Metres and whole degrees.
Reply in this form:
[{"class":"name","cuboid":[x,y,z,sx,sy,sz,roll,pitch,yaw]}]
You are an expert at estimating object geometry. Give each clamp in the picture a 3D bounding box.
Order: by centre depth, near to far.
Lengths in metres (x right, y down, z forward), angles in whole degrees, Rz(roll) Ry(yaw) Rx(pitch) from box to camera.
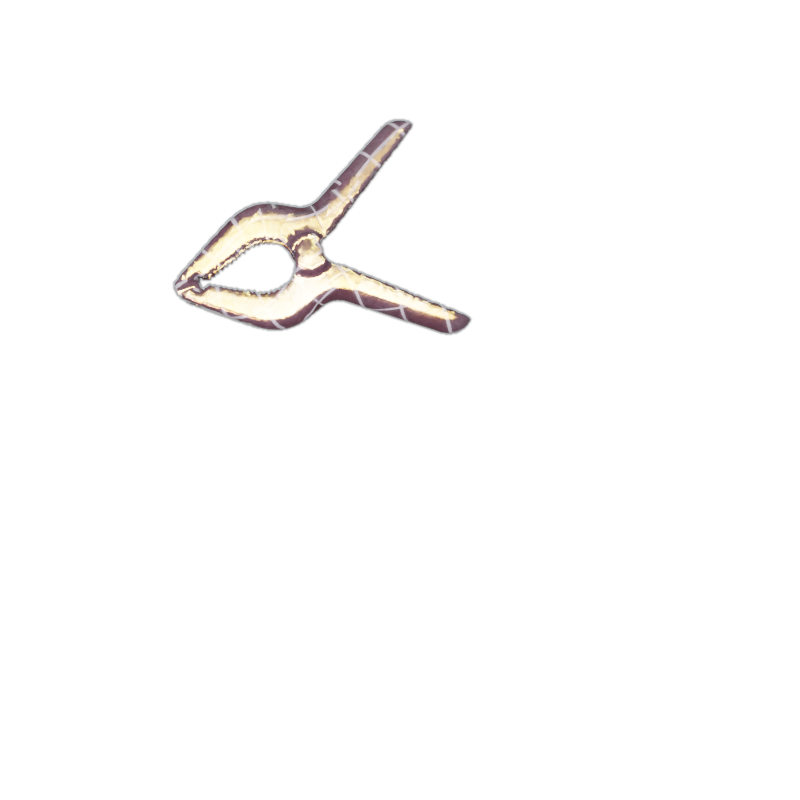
[{"class":"clamp","cuboid":[-0.064,-0.117,0.820,0.209,0.169,0.035,-9,-10,-2]}]
